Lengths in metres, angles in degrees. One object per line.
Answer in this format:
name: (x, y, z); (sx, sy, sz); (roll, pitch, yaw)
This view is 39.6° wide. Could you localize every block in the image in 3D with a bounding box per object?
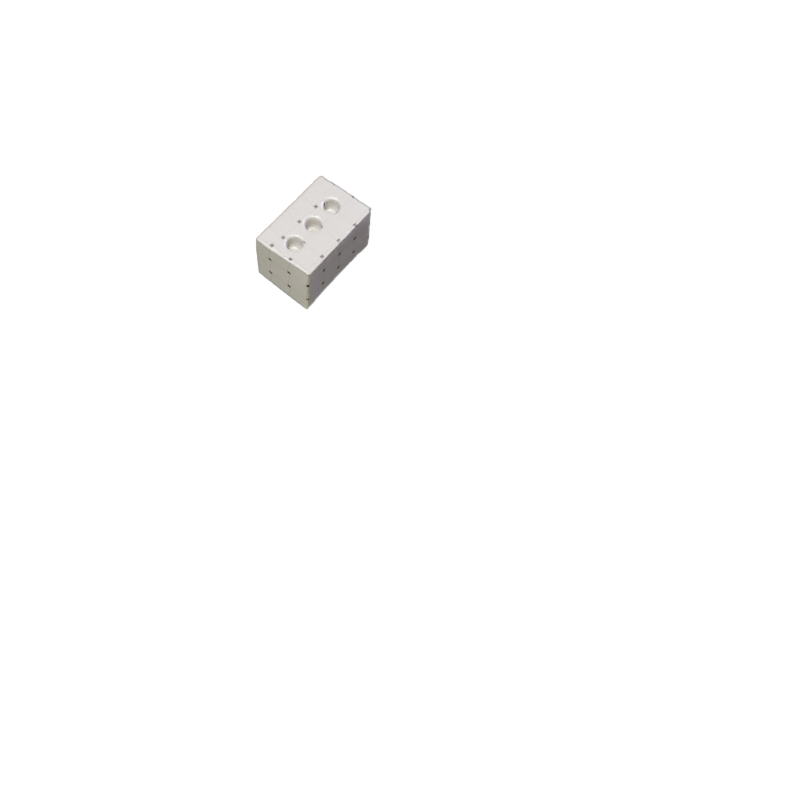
block: (-0.067, -0.121, 0.851); (0.055, 0.079, 0.048); (34, -24, 15)
